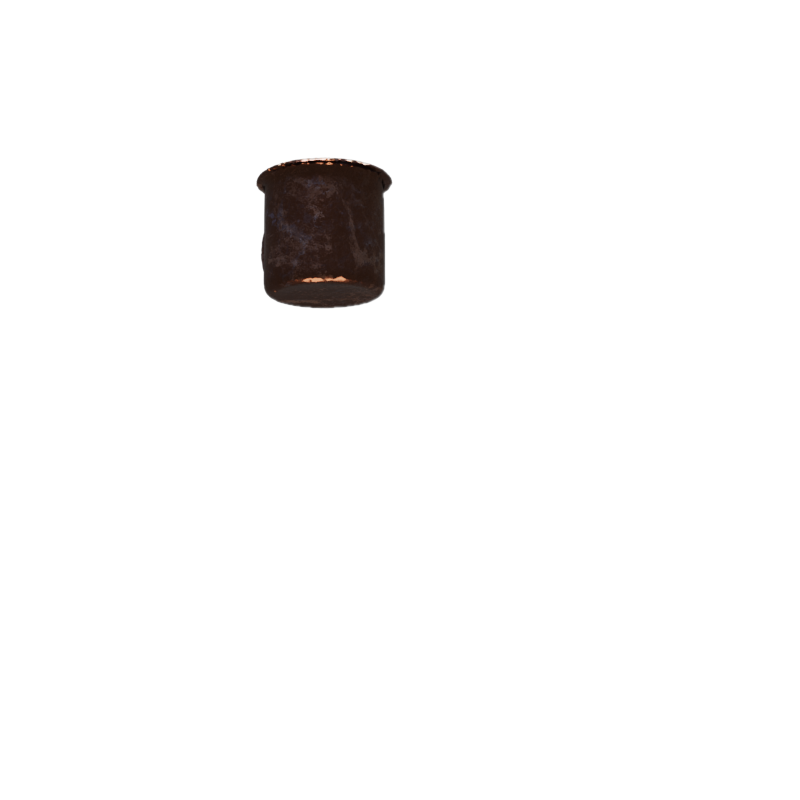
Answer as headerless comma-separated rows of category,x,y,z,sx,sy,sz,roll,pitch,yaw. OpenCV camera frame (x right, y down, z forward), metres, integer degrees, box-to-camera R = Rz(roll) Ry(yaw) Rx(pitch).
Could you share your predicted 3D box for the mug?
mug,-0.059,-0.108,0.760,0.088,0.084,0.119,10,-15,-40
